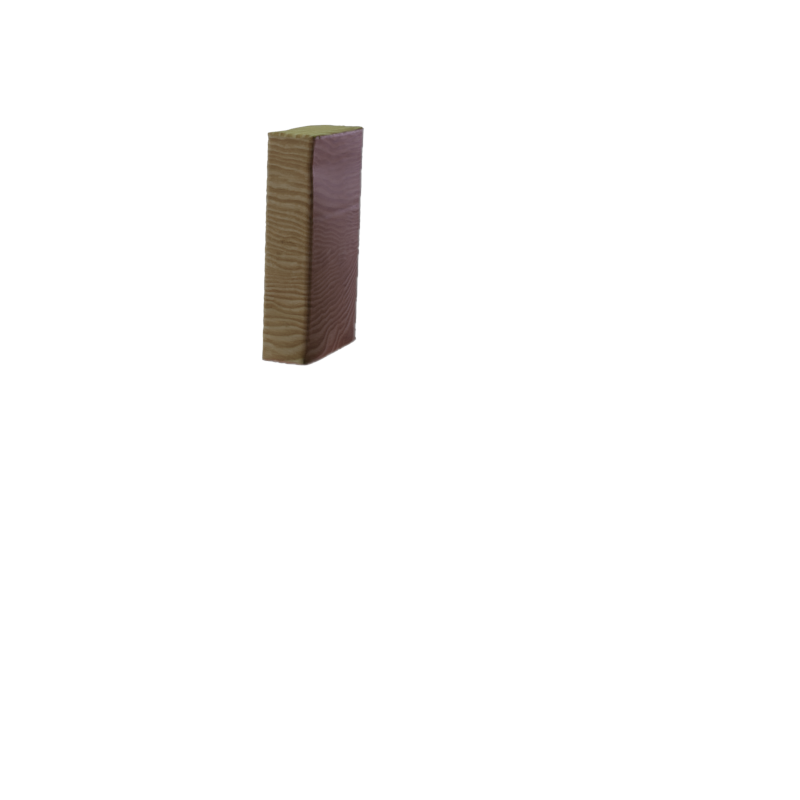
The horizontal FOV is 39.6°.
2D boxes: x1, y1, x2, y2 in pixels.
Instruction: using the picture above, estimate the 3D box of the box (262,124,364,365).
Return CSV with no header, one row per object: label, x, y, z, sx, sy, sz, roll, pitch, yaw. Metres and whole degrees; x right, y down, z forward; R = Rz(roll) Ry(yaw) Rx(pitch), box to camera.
box,-0.067,-0.123,0.859,0.050,0.172,0.093,5,12,23
